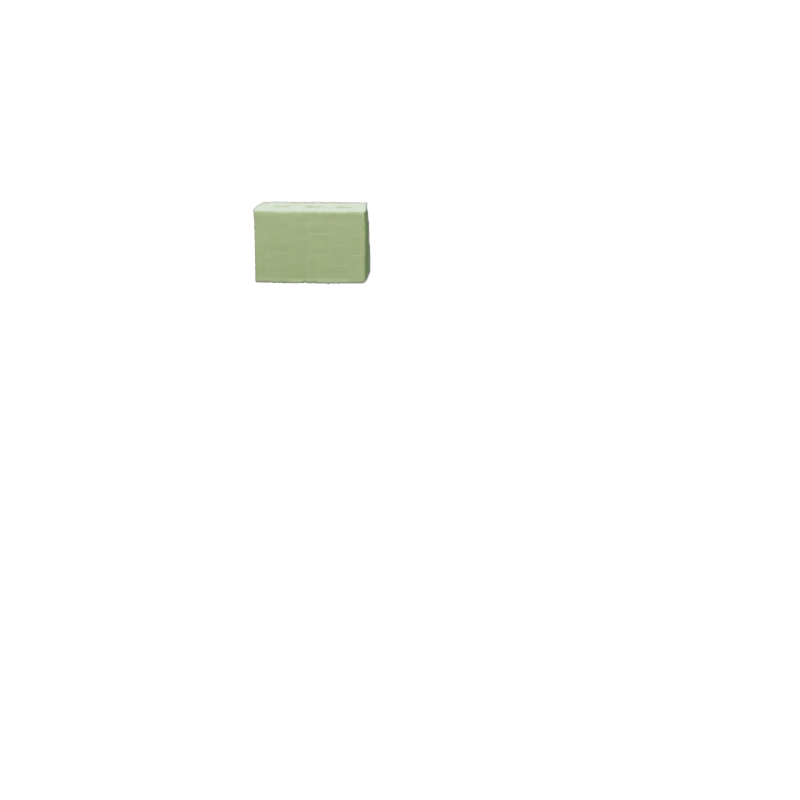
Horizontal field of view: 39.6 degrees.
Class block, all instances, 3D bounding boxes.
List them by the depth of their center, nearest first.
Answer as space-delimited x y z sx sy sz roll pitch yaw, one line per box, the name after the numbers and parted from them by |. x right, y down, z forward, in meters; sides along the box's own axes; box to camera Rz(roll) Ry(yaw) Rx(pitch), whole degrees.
-0.060 -0.110 0.768 0.078 0.050 0.054 1 11 3 | block
